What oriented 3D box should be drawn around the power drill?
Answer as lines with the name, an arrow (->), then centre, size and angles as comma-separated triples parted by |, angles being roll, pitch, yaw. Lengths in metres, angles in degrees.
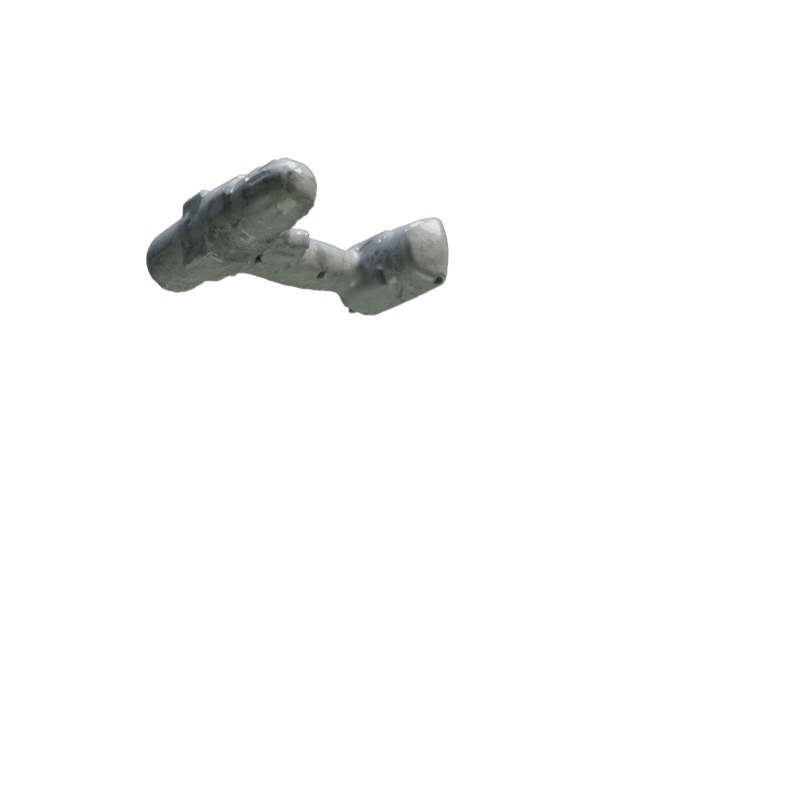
power drill -> -0.060, -0.110, 0.771 | 0.179, 0.060, 0.186 | 9, -15, -35
